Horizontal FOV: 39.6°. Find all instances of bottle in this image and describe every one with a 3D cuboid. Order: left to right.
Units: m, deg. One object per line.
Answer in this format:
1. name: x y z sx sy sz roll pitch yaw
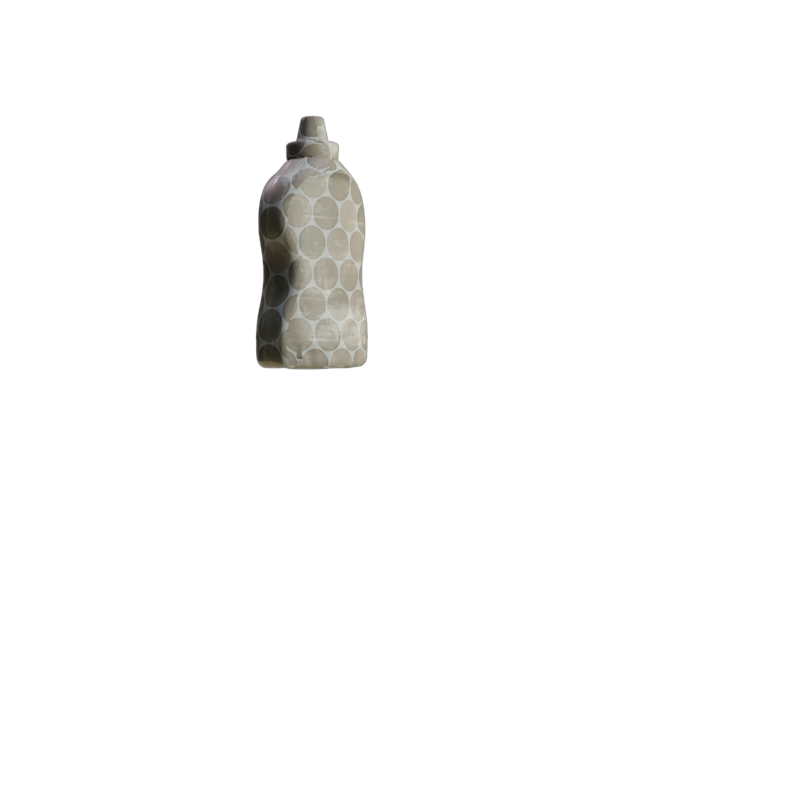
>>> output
1. bottle: -0.067 -0.121 0.845 0.060 0.193 0.092 -3 -4 43
